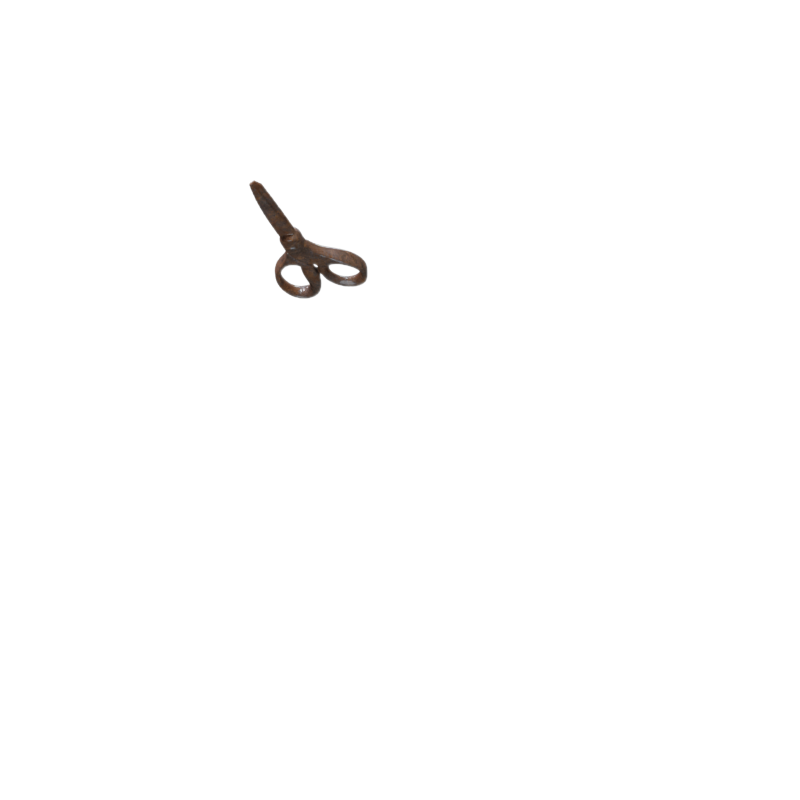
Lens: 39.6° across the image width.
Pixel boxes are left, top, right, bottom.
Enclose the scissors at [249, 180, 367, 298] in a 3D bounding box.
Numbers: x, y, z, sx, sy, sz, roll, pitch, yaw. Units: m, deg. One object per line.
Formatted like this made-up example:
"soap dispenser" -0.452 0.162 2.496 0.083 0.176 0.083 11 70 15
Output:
"scissors" -0.077 -0.141 0.987 0.096 0.017 0.190 0 -23 -1
